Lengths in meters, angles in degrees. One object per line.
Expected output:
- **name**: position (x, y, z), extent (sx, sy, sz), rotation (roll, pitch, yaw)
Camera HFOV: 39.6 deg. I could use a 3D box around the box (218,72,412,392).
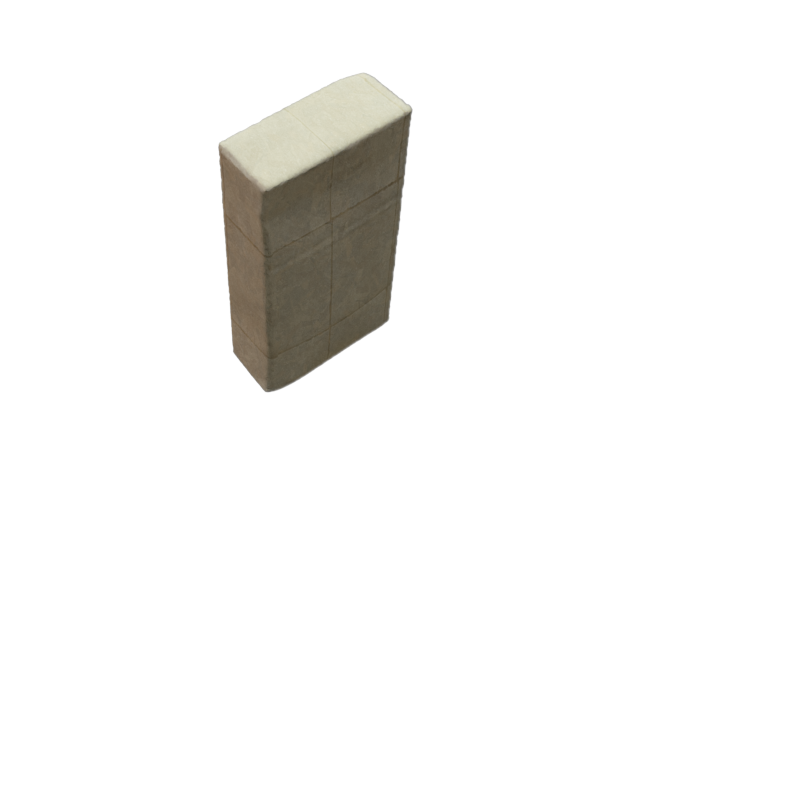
- **box**: position (-0.047, -0.085, 0.596), extent (0.094, 0.051, 0.164), rotation (-33, -29, -25)
